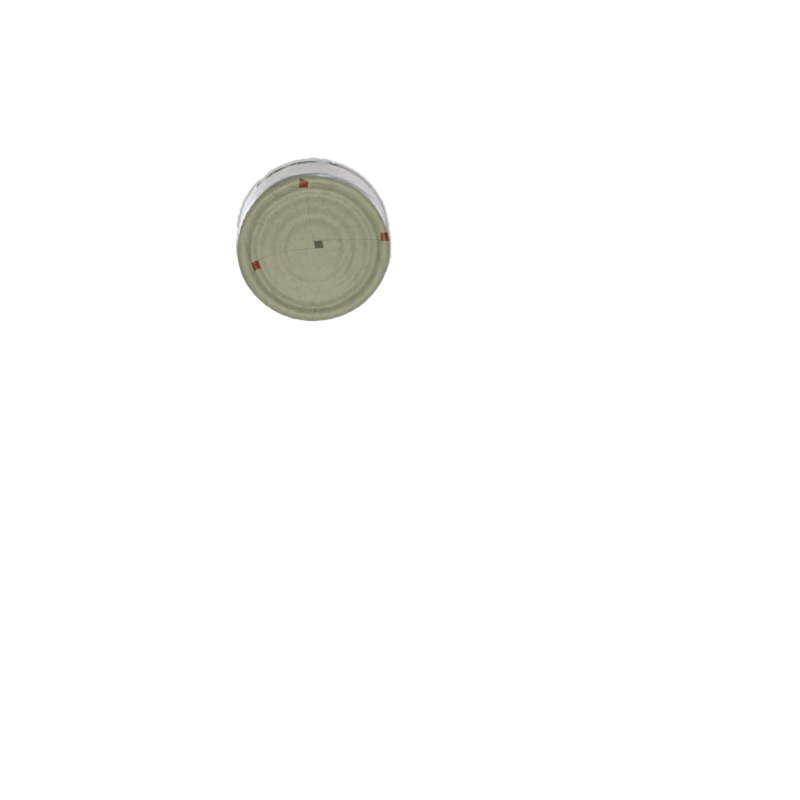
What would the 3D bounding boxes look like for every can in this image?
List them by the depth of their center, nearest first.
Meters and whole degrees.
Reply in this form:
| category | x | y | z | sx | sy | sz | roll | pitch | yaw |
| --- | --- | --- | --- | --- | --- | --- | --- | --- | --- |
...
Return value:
| category | x | y | z | sx | sy | sz | roll | pitch | yaw |
| --- | --- | --- | --- | --- | --- | --- | --- | --- | --- |
| can | -0.048 | -0.088 | 0.615 | 0.086 | 0.082 | 0.035 | 0 | 19 | -1 |
